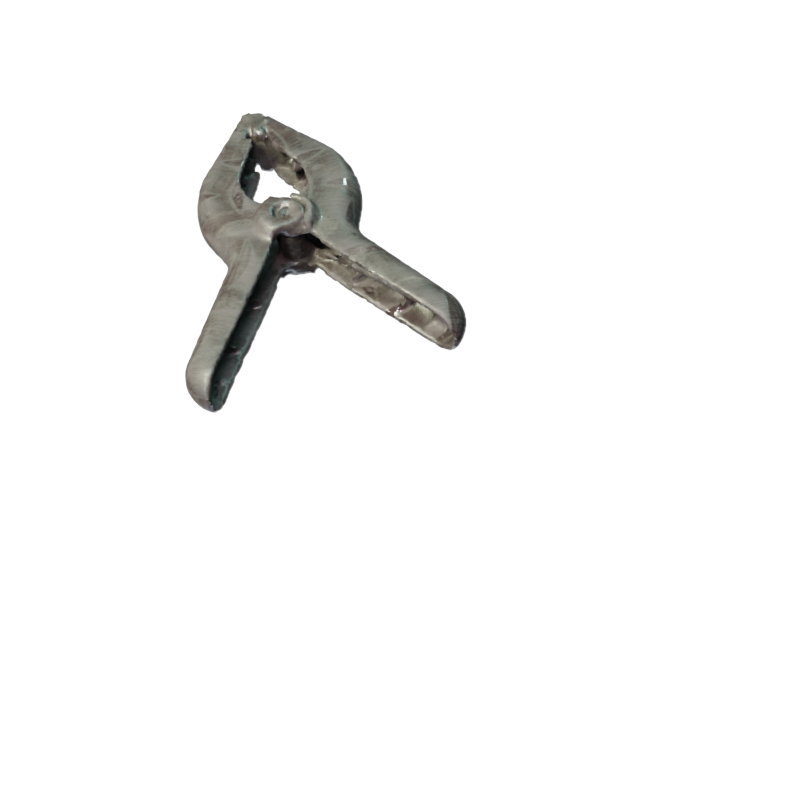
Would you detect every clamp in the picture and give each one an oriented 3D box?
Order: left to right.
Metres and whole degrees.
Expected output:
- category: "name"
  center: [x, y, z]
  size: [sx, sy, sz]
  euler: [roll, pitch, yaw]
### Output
- category: "clamp"
  center: [-0.040, -0.073, 0.514]
  size: [0.119, 0.185, 0.037]
  euler: [-5, -39, -5]
